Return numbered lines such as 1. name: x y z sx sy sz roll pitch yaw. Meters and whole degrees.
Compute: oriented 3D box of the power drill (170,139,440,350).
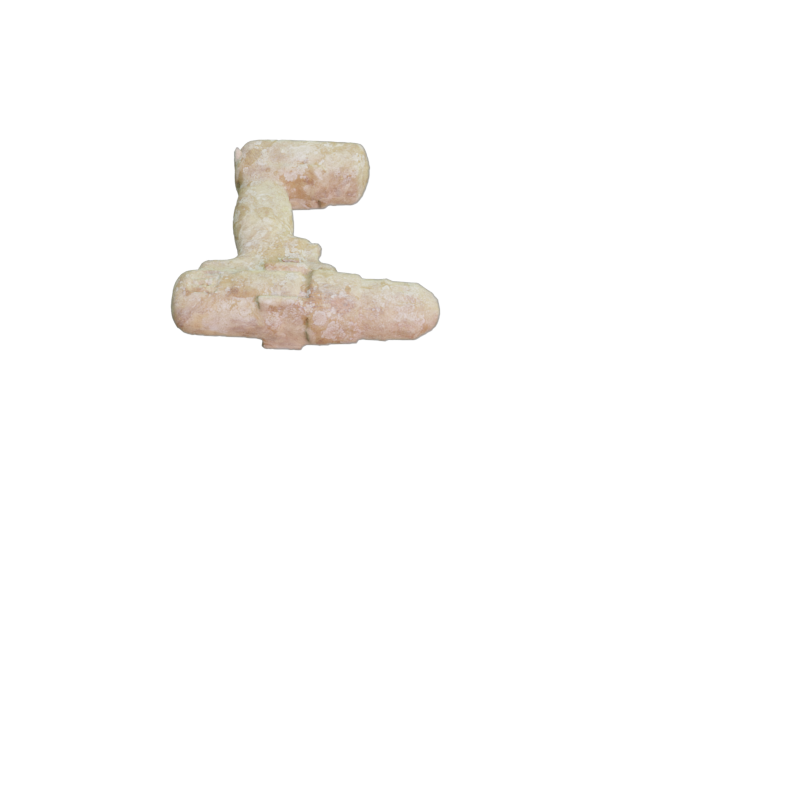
1. power drill: -0.064 -0.116 0.812 0.185 0.053 0.200 2 44 2
